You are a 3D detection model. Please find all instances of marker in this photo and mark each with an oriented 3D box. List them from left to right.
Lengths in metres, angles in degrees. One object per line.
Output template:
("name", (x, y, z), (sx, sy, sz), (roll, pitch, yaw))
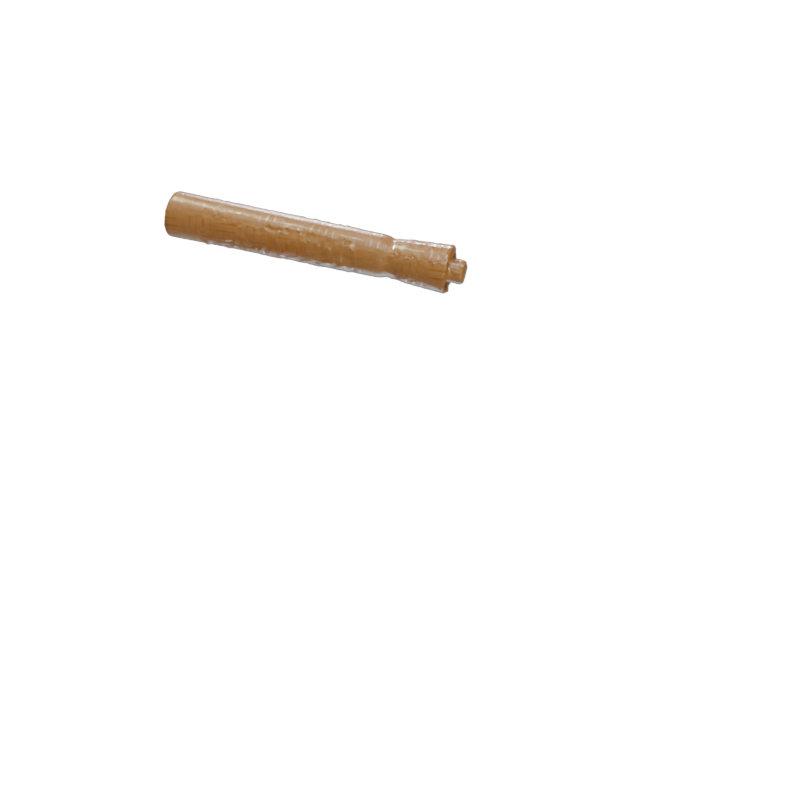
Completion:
("marker", (-0.034, -0.062, 0.433), (0.124, 0.020, 0.019), (14, 7, 16))
